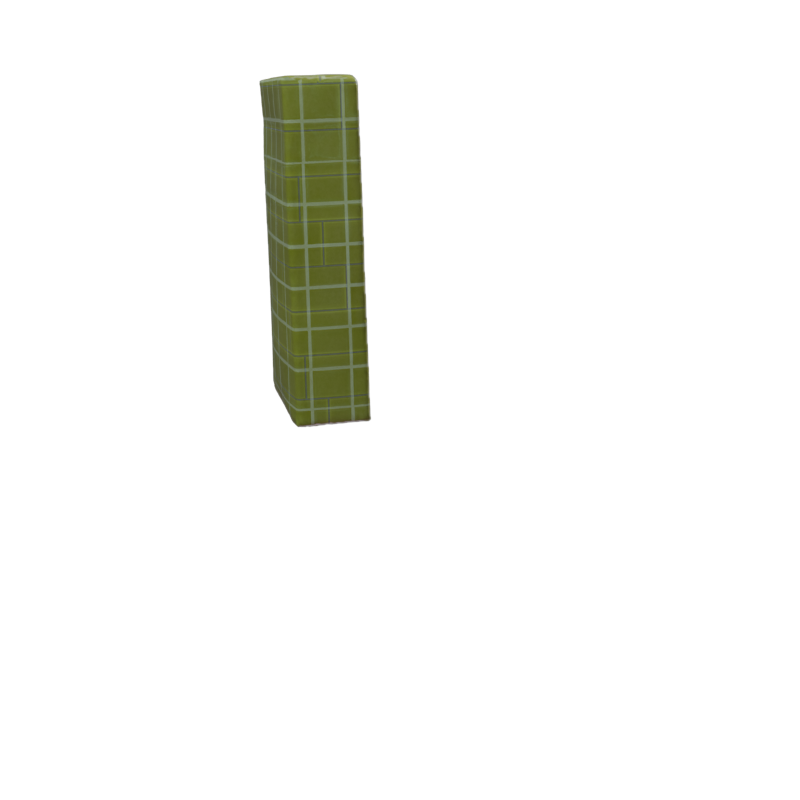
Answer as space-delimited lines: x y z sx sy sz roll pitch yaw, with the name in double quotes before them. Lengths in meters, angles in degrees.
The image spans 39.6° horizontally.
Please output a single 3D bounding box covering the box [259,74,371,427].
"box" -0.046 -0.084 0.592 0.047 0.173 0.097 -1 10 -13
